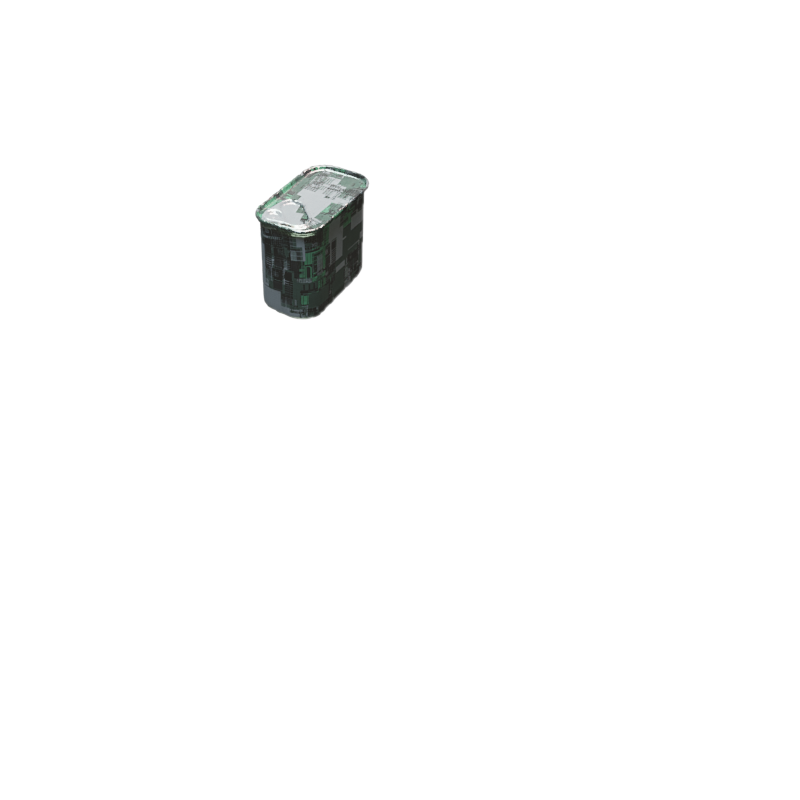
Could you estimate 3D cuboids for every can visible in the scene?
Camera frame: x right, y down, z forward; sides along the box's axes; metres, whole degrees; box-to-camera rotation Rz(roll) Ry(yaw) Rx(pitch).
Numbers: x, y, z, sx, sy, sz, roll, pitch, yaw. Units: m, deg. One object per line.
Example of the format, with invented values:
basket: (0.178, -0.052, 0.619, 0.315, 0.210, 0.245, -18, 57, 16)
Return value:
can: (-0.069, -0.125, 0.876, 0.060, 0.078, 0.104, 18, 40, 21)
